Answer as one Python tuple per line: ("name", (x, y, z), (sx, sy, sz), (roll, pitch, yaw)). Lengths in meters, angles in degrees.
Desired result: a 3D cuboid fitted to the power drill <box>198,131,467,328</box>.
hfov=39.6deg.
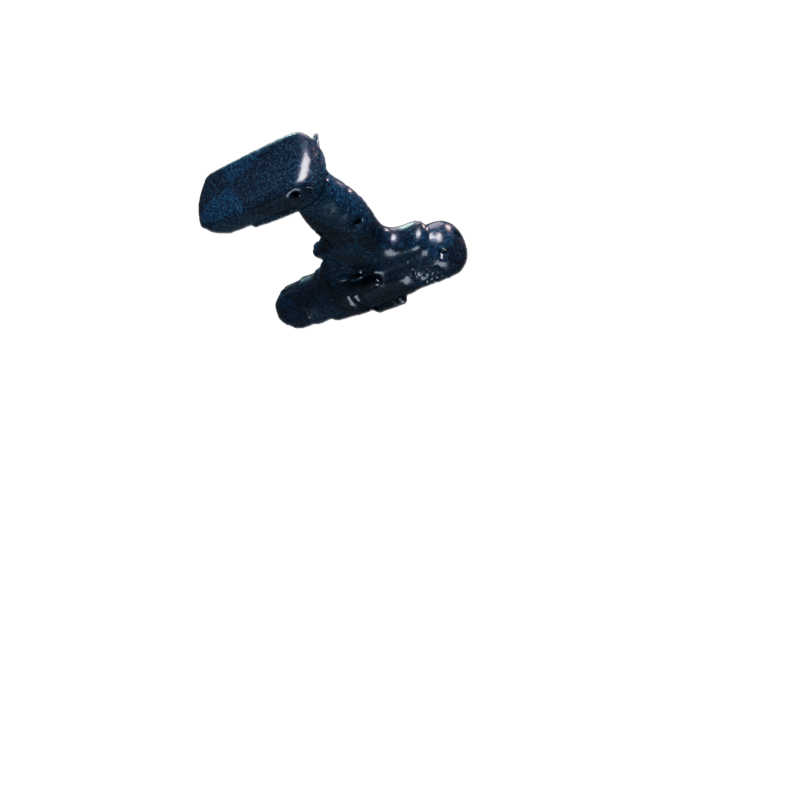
("power drill", (-0.068, -0.124, 0.870), (0.186, 0.061, 0.175), (-20, -34, 32))
